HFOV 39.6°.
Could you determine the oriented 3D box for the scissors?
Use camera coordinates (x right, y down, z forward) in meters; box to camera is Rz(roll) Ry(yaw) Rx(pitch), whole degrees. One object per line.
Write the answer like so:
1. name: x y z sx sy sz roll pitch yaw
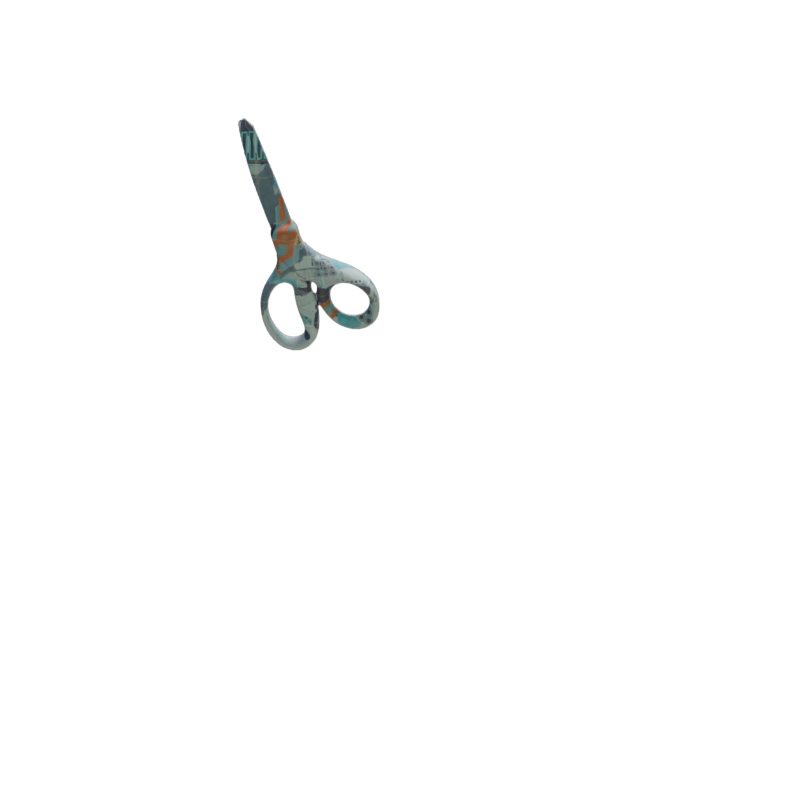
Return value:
1. scissors: -0.060 -0.110 0.771 0.096 0.188 0.017 2 43 -2
